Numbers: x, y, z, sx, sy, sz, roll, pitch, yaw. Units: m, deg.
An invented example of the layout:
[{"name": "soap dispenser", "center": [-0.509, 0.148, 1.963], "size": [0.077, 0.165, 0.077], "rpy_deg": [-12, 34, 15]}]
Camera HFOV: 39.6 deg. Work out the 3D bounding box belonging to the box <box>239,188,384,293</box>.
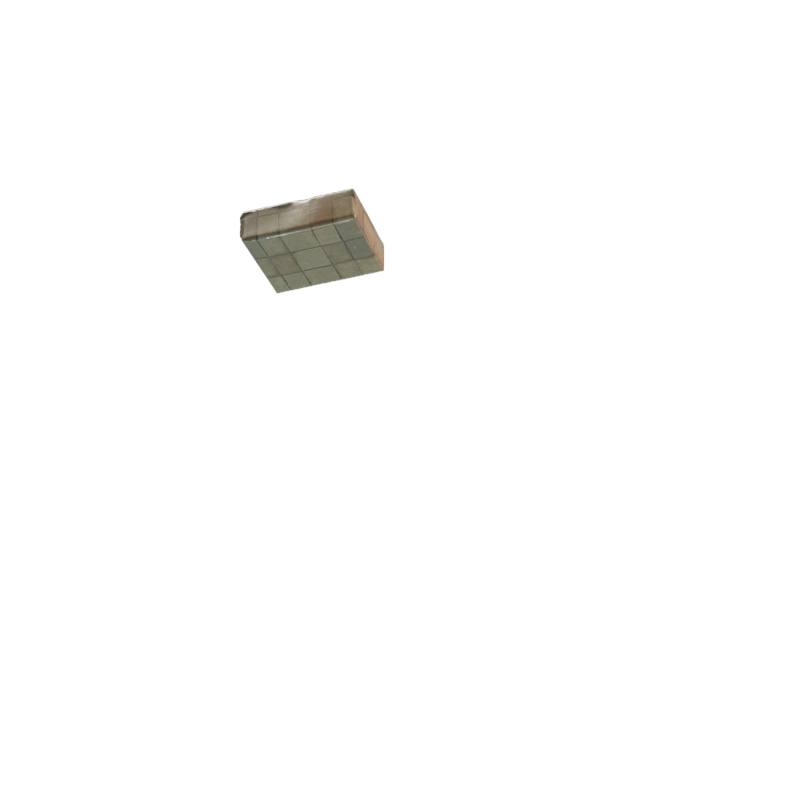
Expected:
[{"name": "box", "center": [-0.064, -0.117, 0.817], "size": [0.090, 0.032, 0.068], "rpy_deg": [-9, -31, 15]}]
